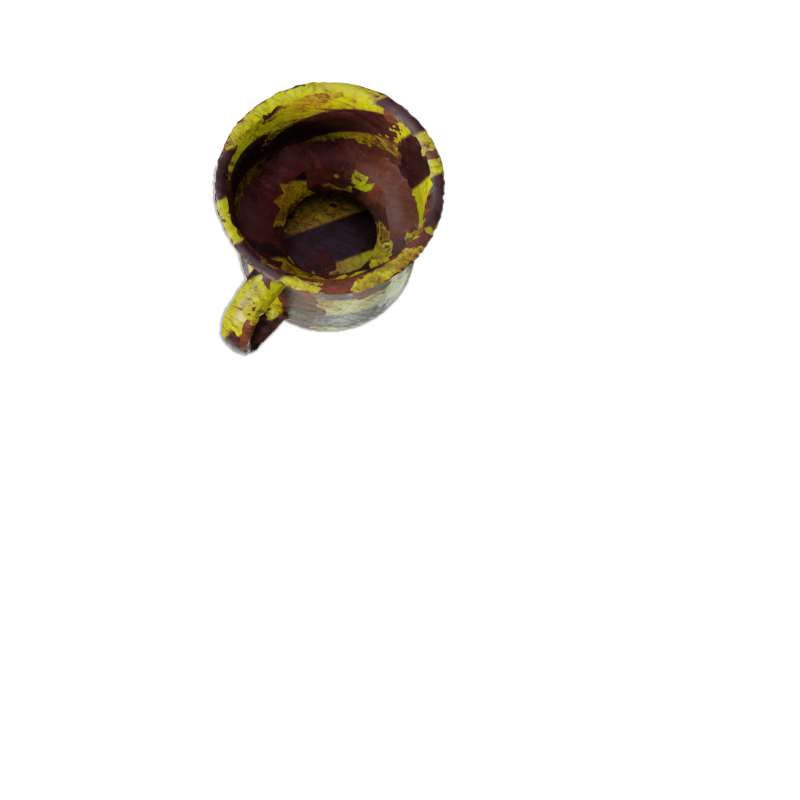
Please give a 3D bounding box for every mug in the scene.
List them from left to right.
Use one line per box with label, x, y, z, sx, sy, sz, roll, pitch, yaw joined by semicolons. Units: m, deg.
mug;-0.037;-0.068;0.478;0.095;0.119;0.078;31;-16;7
